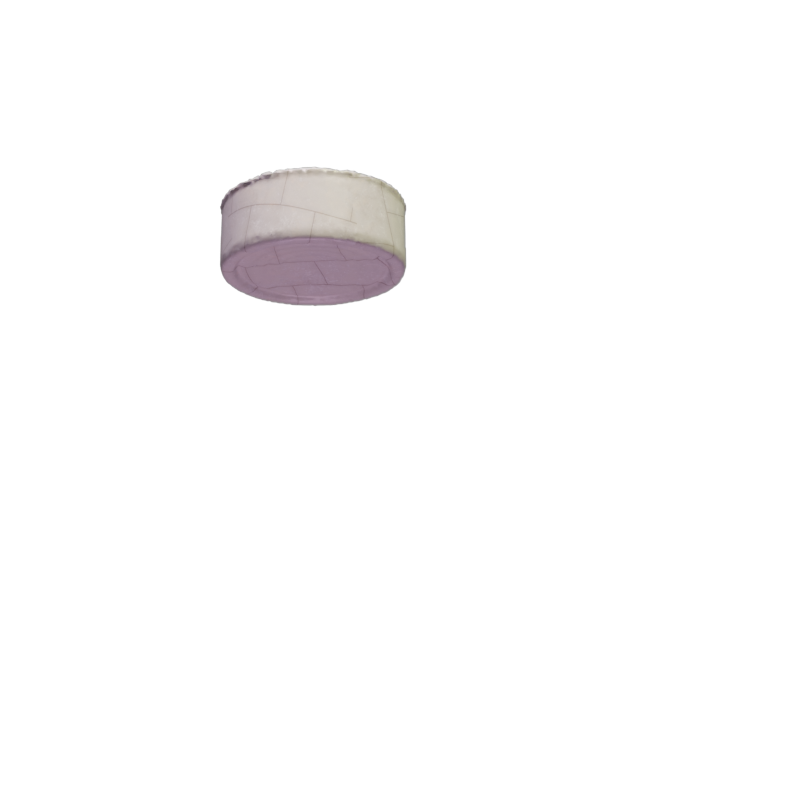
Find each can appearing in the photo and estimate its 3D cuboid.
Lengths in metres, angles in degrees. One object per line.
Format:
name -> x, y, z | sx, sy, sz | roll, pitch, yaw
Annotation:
can -> -0.040, -0.072, 0.506 | 0.086, 0.035, 0.082 | 0, -17, -2
